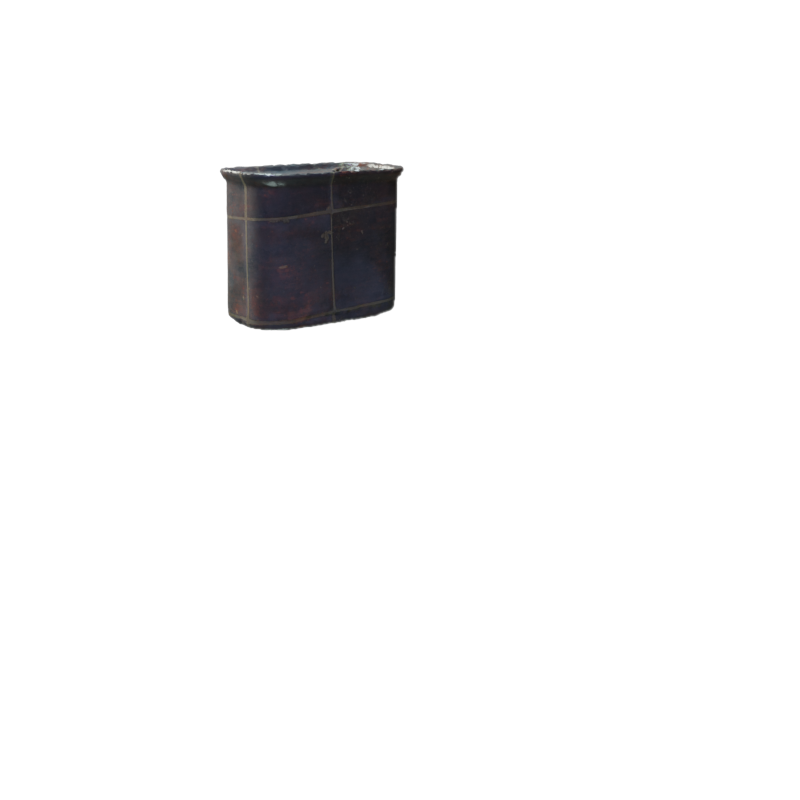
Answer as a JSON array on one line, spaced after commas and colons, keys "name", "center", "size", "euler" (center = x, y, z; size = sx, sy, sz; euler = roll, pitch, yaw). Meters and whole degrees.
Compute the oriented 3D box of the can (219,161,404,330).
[{"name": "can", "center": [-0.048, -0.088, 0.618], "size": [0.099, 0.082, 0.061], "euler": [-10, 15, -37]}]
